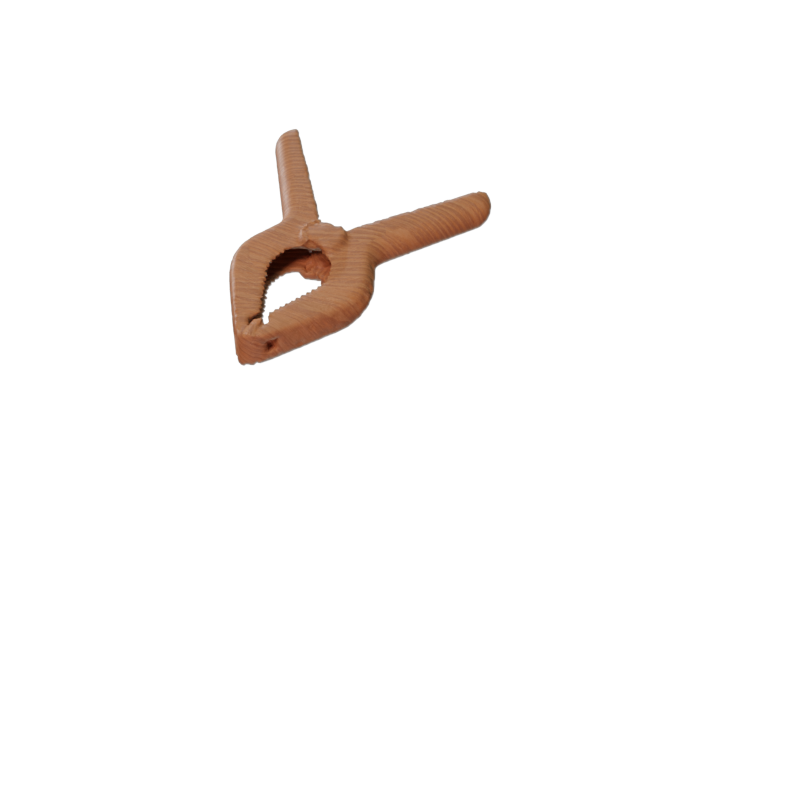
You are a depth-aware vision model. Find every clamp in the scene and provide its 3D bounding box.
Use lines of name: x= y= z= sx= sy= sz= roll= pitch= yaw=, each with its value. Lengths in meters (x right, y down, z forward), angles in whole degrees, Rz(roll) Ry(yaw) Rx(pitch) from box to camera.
clamp: x=-0.058 y=-0.105 z=0.737 sx=0.173 sy=0.034 sz=0.215 roll=25 pitch=51 yaw=22
